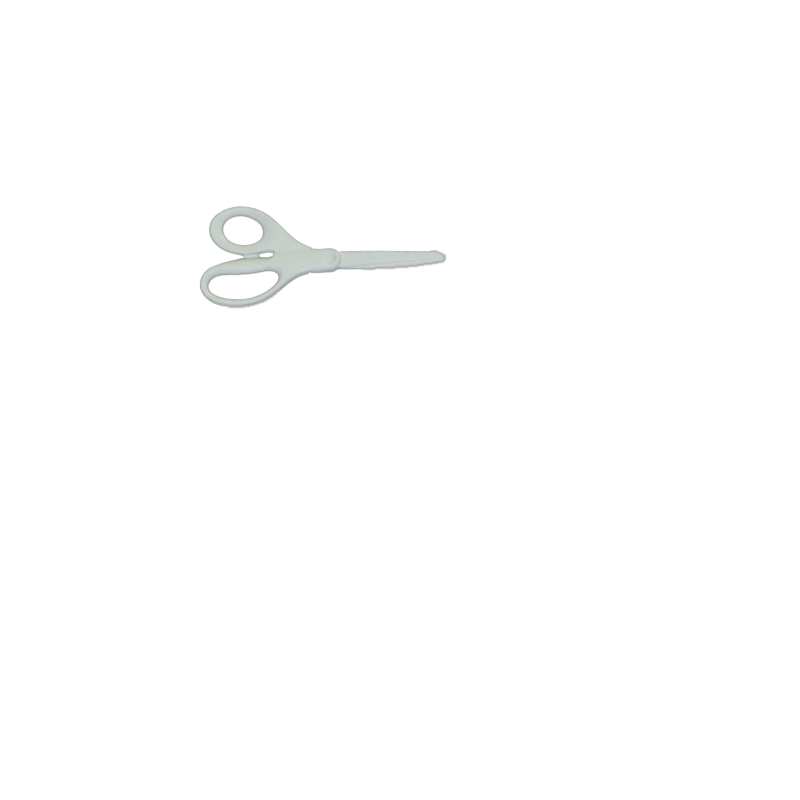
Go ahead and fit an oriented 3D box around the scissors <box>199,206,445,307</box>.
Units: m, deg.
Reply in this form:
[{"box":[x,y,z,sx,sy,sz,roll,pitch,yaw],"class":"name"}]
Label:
[{"box":[-0.073,-0.132,0.927,0.201,0.101,0.015,-16,-19,-6],"class":"scissors"}]
